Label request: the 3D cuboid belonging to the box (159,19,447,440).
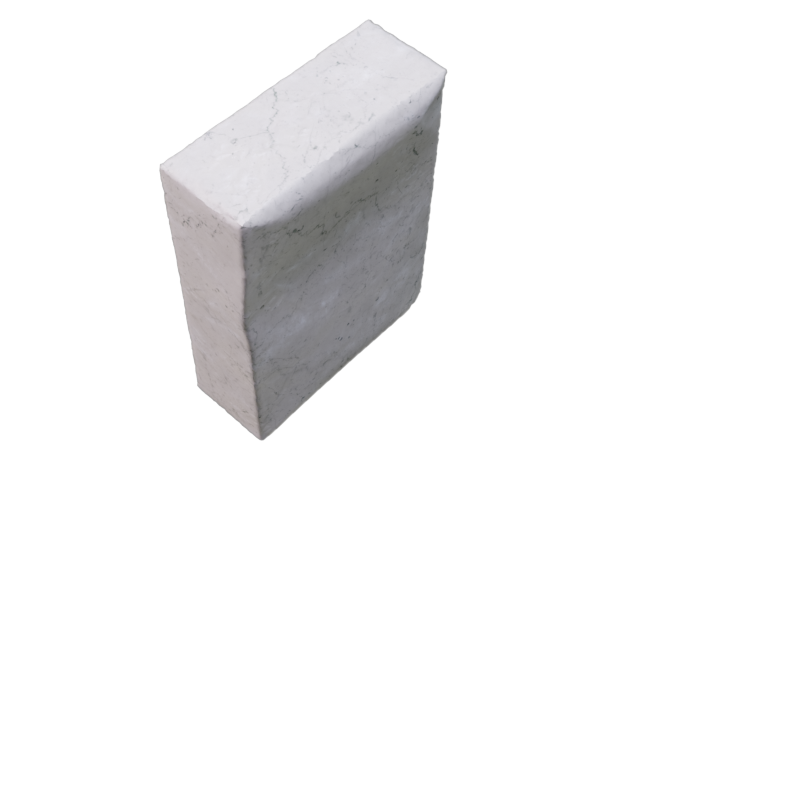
[{"bbox_3d":[-0.053,-0.096,0.672,0.076,0.166,0.200,37,-29,19],"label":"box"}]
